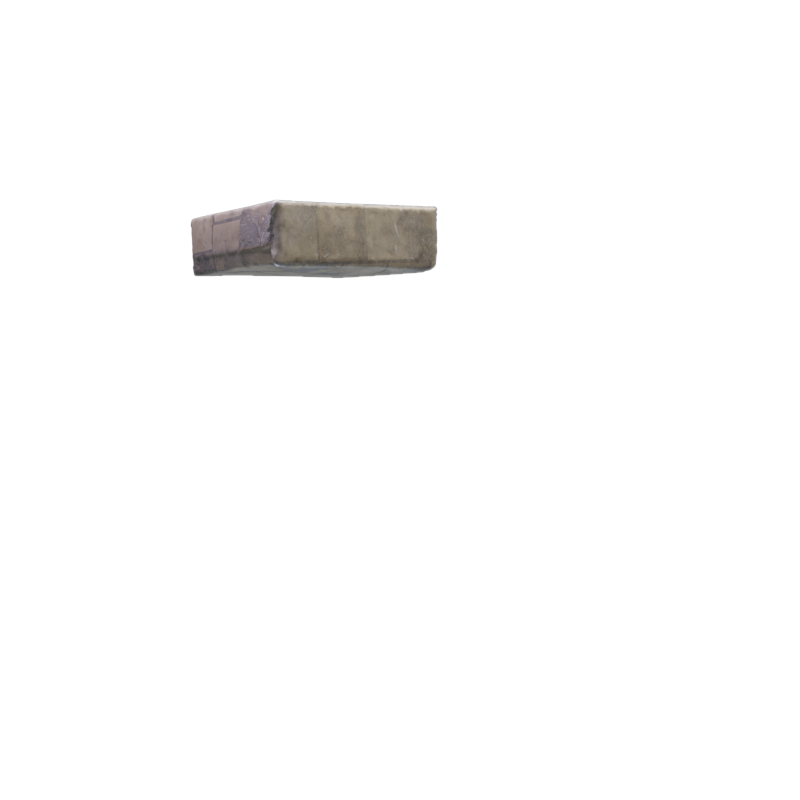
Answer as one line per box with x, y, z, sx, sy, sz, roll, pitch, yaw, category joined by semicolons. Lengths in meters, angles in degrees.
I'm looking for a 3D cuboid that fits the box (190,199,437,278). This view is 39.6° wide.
-0.049;-0.089;0.627;0.109;0.039;0.093;-2;2;-37;box
